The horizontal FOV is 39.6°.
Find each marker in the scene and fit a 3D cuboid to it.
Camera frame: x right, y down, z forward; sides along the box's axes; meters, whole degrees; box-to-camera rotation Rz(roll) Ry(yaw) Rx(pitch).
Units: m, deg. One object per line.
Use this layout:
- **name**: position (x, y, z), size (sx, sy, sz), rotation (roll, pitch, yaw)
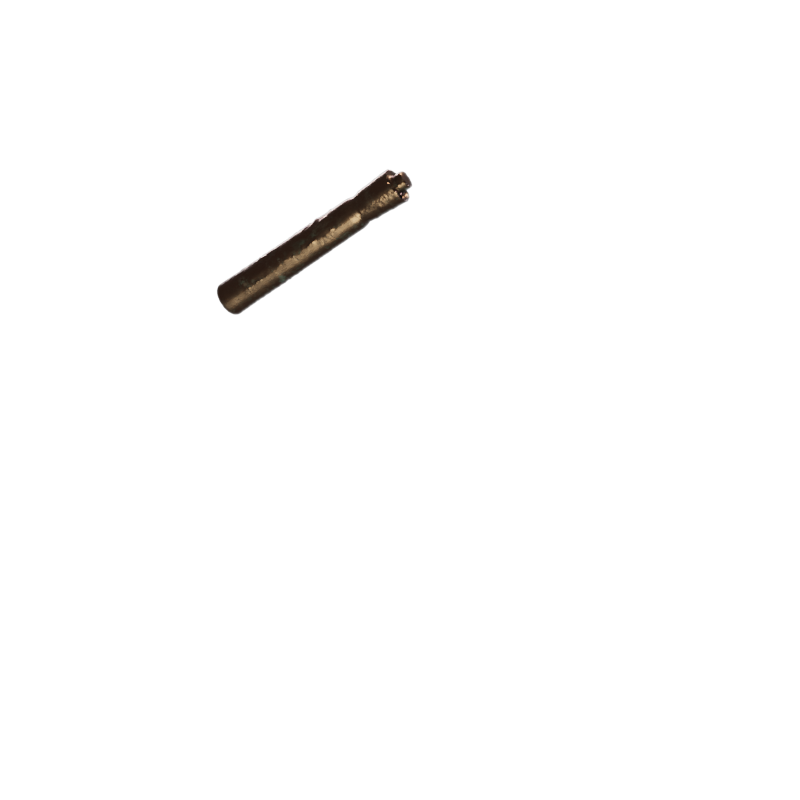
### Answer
- **marker**: position (-0.044, -0.081, 0.565), size (0.120, 0.020, 0.019), rotation (-30, -10, 25)
